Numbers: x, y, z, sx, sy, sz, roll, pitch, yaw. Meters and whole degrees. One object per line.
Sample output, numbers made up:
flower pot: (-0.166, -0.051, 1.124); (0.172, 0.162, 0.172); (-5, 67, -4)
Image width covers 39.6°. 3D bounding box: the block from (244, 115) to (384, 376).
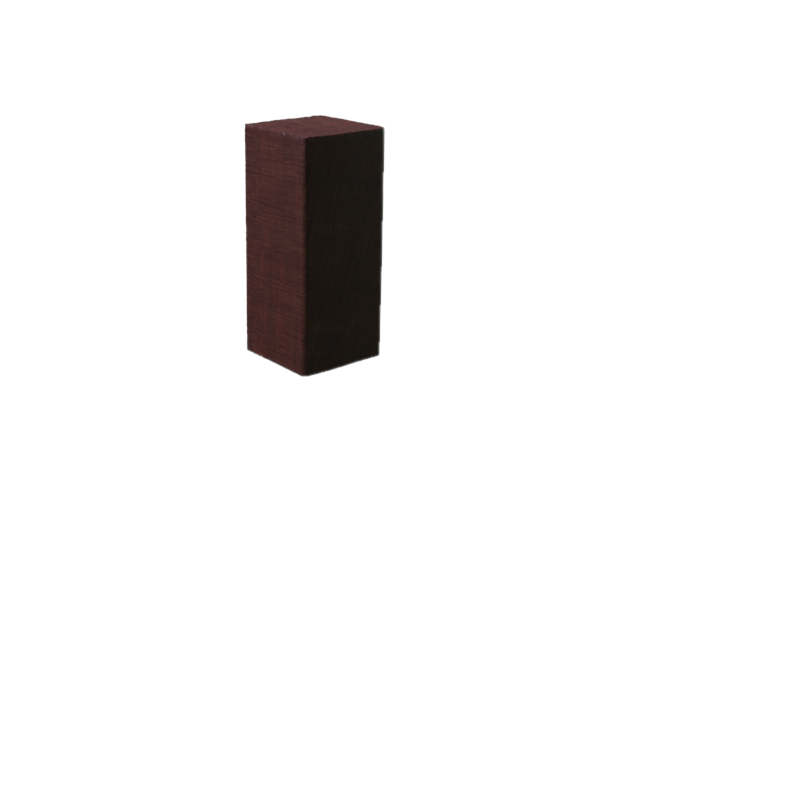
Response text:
block: (-0.075, -0.139, 0.971); (0.088, 0.199, 0.096); (-13, 21, -39)
